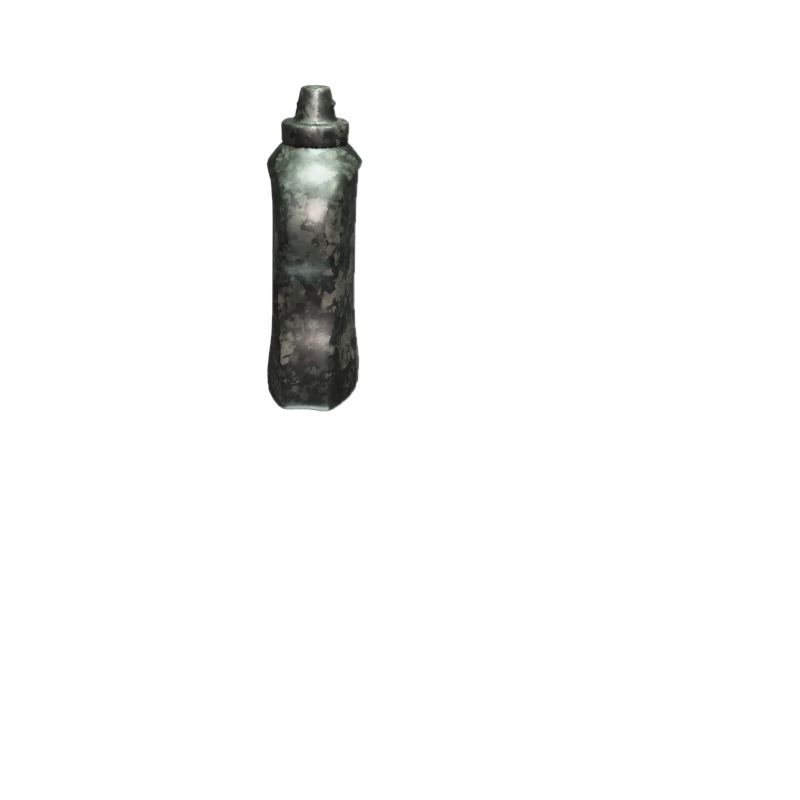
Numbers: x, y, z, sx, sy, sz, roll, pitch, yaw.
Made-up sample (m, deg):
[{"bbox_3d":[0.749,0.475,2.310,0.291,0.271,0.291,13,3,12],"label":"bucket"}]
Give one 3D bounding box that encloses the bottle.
[{"bbox_3d":[-0.053,-0.098,0.685,0.059,0.184,0.099,3,18,4],"label":"bottle"}]
